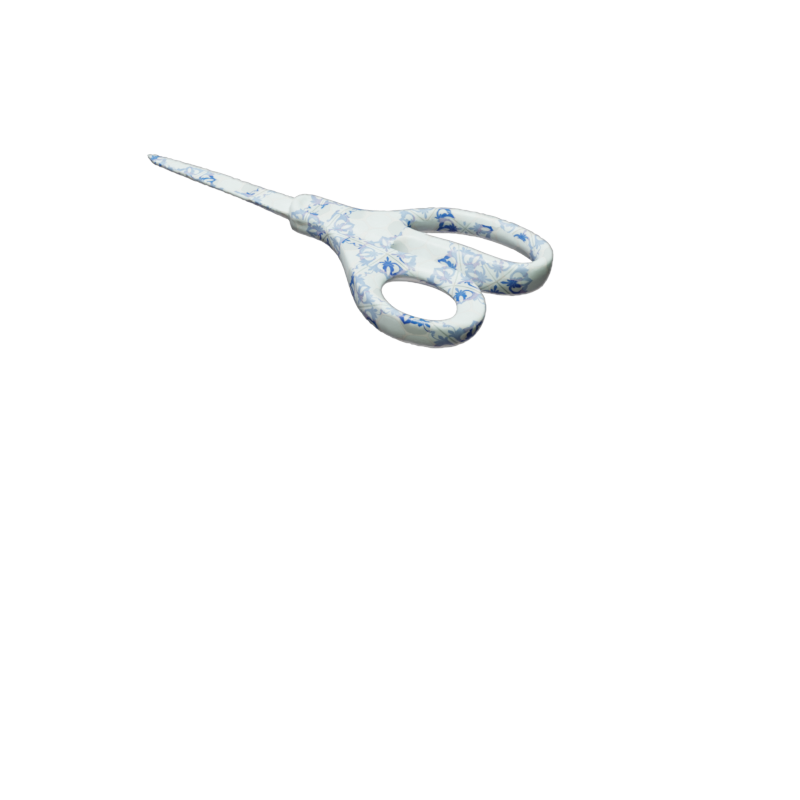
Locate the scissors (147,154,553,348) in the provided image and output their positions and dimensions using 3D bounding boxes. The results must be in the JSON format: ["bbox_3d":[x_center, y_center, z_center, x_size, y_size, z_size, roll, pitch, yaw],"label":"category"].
[{"bbox_3d":[-0.038,-0.069,0.481,0.207,0.015,0.100,12,40,14],"label":"scissors"}]
